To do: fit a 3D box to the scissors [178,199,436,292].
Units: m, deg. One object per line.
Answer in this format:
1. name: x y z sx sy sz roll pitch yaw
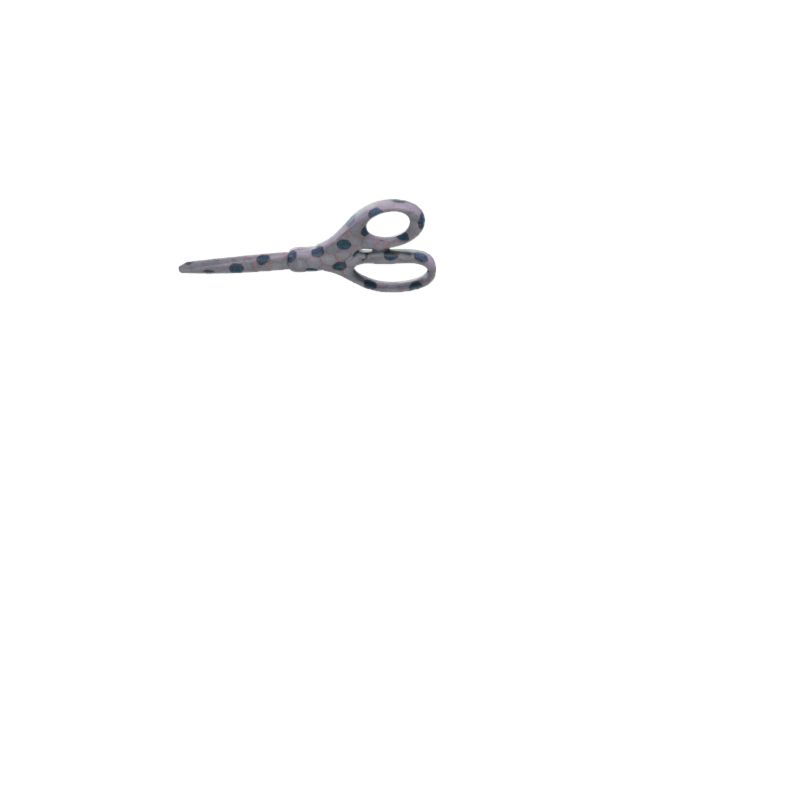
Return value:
1. scissors: -0.067 -0.123 0.862 0.199 0.091 0.017 7 42 -7
